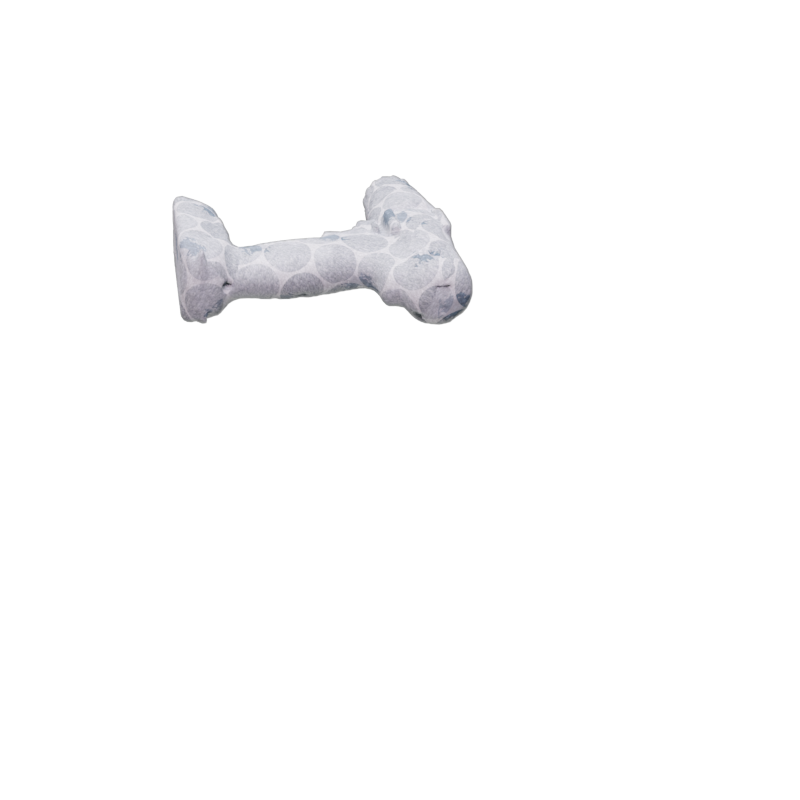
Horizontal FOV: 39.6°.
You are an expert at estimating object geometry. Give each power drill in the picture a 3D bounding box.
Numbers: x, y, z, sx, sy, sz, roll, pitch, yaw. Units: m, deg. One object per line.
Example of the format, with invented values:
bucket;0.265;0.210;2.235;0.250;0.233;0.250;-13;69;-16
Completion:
power drill;-0.059;-0.107;0.750;0.186;0.054;0.197;-5;29;-9
